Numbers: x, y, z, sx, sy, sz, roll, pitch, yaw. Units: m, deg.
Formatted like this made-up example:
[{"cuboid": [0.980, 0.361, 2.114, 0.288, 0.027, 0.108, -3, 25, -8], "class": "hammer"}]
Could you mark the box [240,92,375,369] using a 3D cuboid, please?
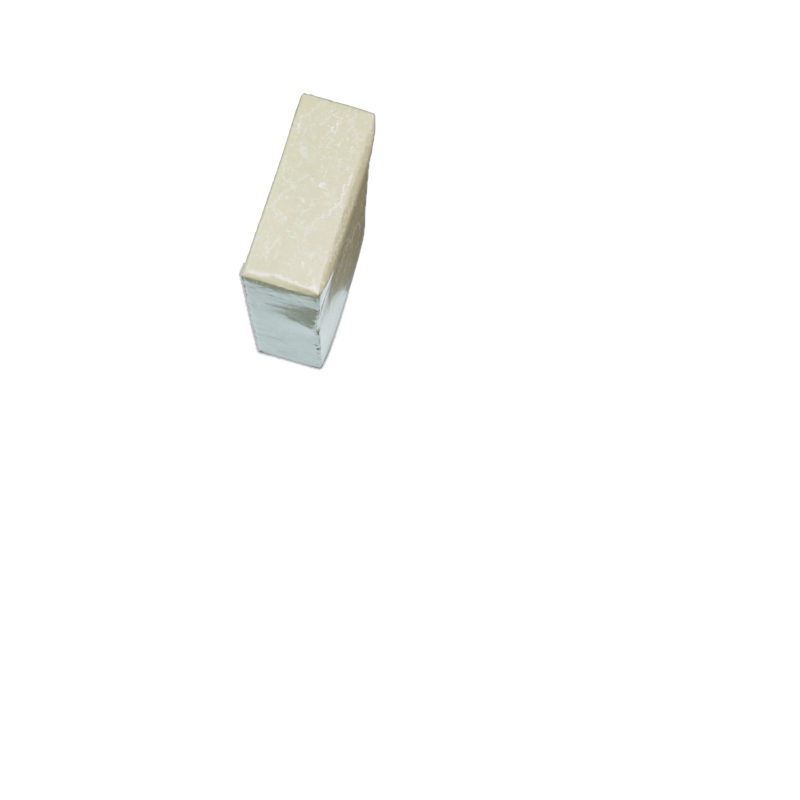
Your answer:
[{"cuboid": [-0.074, -0.136, 0.950, 0.072, 0.170, 0.205, 15, -17, 0], "class": "box"}]
